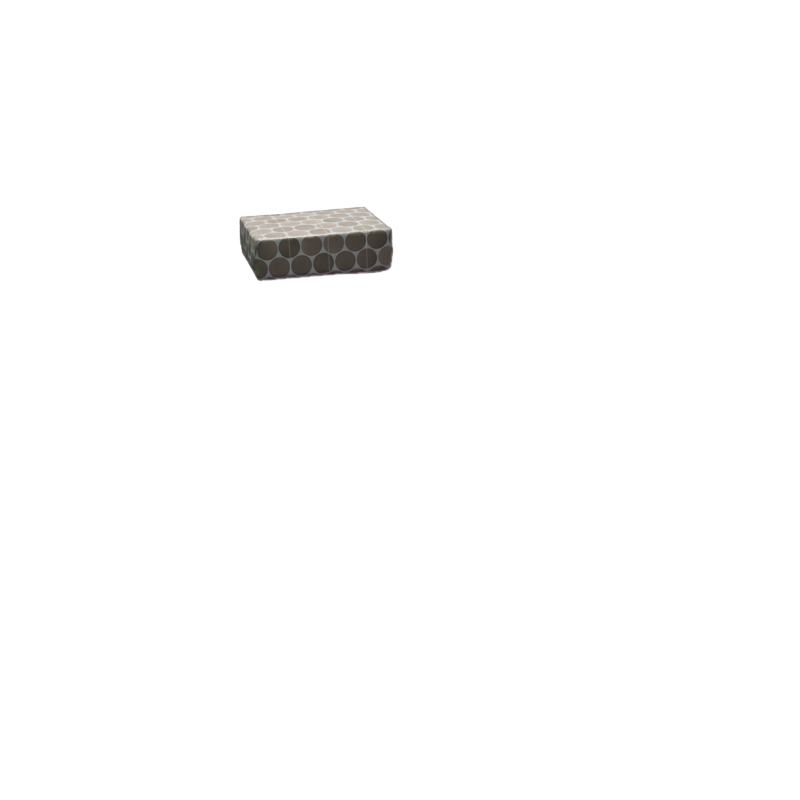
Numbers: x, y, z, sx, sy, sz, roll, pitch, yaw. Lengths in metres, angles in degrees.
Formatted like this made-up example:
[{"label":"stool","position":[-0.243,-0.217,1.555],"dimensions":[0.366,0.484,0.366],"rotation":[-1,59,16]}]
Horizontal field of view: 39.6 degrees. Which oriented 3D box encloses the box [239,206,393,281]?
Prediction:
[{"label":"box","position":[-0.071,-0.130,0.910],"dimensions":[0.112,0.037,0.095],"rotation":[-5,21,-13]}]
